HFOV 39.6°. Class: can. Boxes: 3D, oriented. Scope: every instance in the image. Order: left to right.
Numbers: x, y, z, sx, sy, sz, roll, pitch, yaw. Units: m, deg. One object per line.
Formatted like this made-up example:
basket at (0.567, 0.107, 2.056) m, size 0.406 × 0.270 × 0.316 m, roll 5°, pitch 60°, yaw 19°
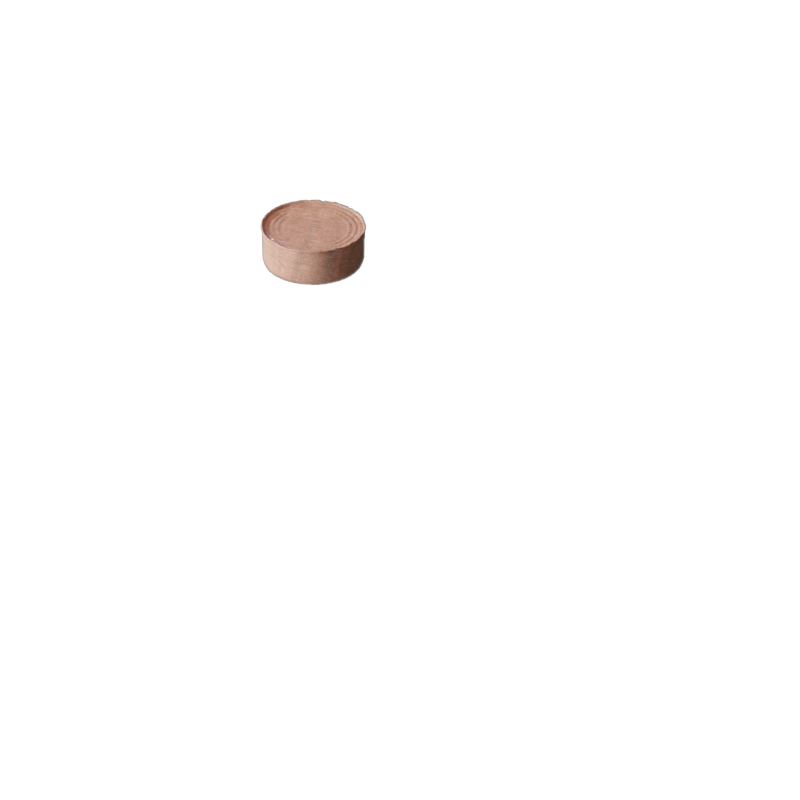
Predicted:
can at (-0.071, -0.130, 0.909) m, size 0.086 × 0.031 × 0.092 m, roll -1°, pitch 36°, yaw -2°
